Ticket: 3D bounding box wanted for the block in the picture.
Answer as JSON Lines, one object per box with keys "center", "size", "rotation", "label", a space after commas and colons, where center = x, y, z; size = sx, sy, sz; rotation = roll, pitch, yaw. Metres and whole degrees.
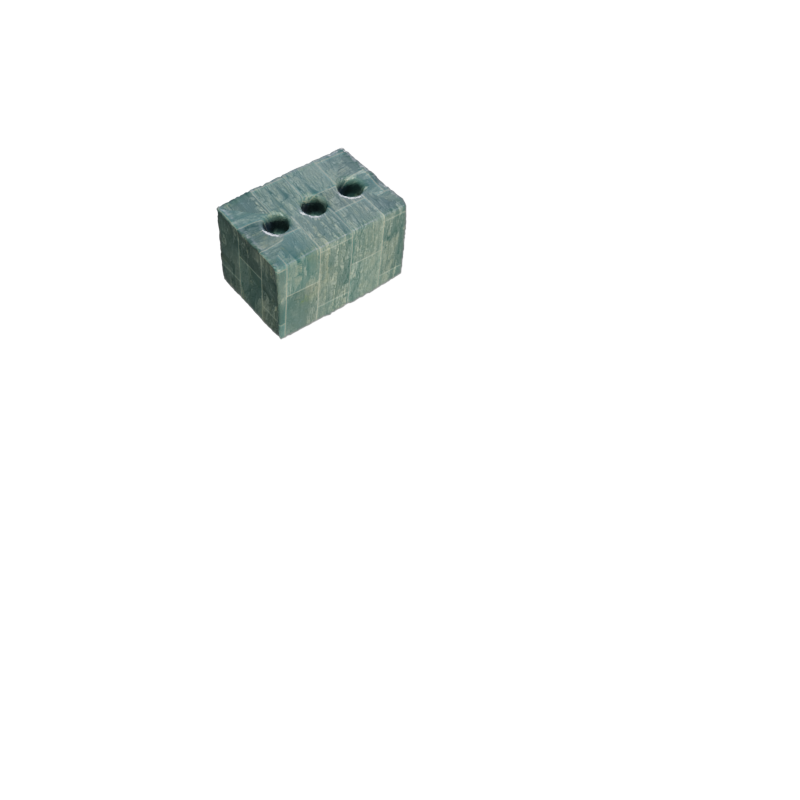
{"center": [-0.043, -0.078, 0.543], "size": [0.078, 0.048, 0.056], "rotation": [-31, 57, -25], "label": "block"}
